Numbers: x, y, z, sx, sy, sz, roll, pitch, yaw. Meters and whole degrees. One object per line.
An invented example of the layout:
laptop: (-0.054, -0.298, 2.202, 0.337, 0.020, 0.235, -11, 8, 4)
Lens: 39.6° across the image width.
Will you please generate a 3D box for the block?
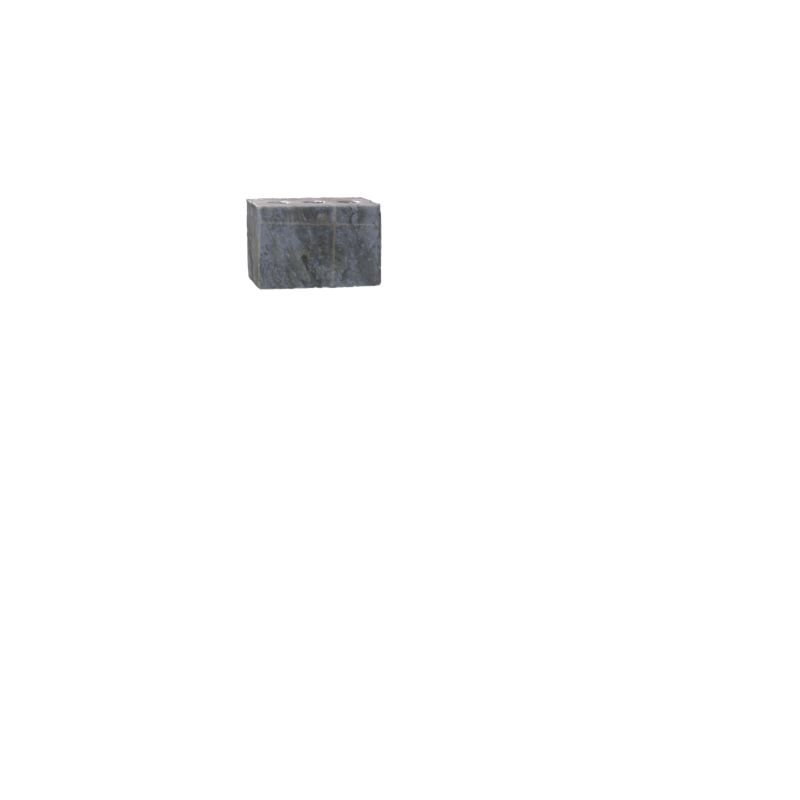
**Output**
block: (-0.054, -0.098, 0.687, 0.077, 0.050, 0.055, -2, 11, -12)
